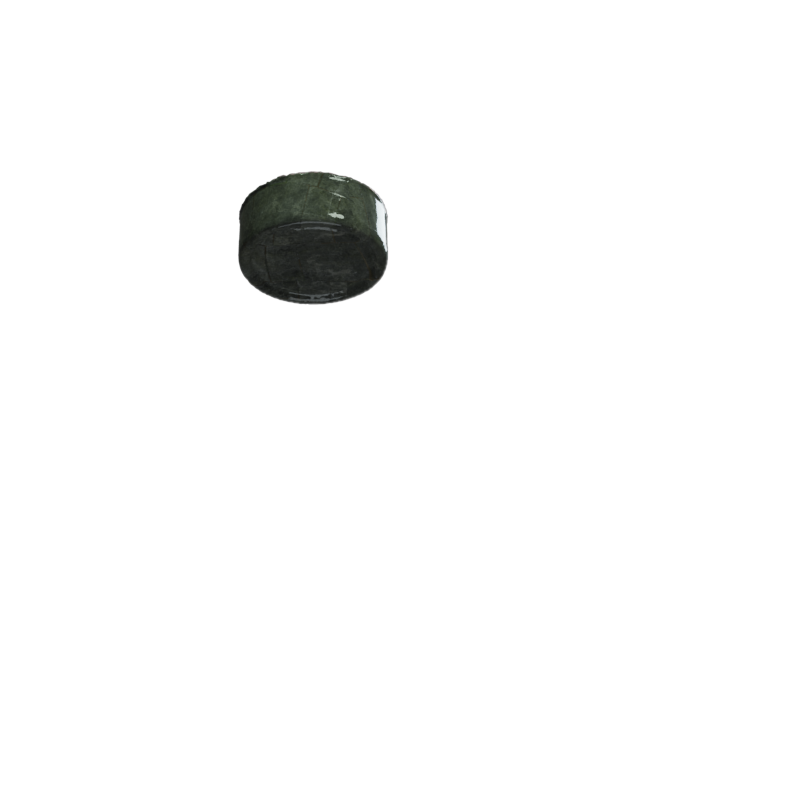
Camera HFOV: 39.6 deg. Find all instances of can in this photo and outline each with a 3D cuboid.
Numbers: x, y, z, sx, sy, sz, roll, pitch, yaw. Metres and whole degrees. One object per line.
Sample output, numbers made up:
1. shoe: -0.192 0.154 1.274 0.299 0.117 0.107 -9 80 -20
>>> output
1. can: -0.049 -0.090 0.629 0.086 0.036 0.080 1 -31 -2
